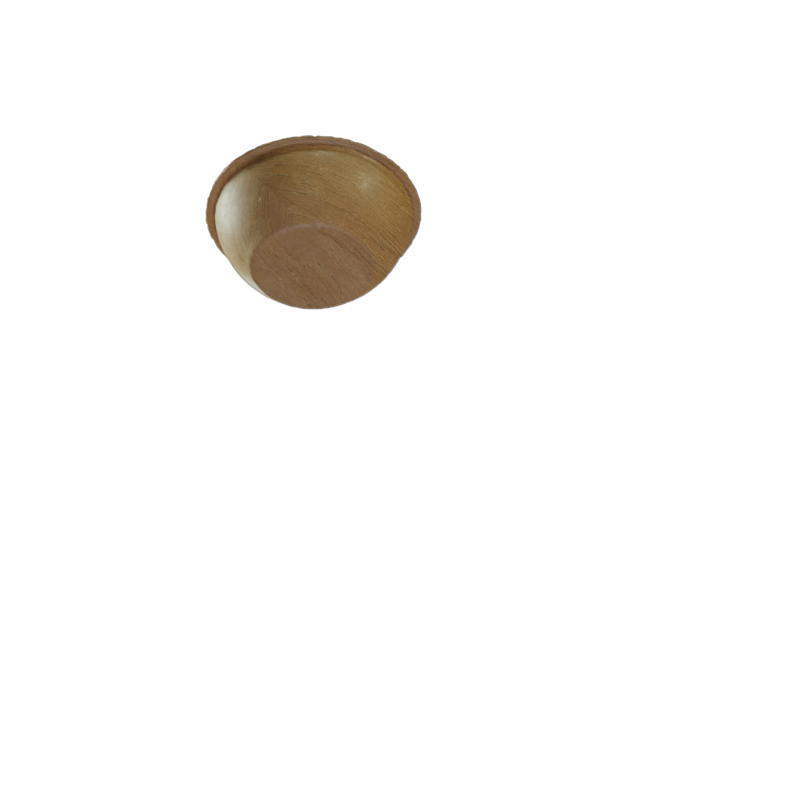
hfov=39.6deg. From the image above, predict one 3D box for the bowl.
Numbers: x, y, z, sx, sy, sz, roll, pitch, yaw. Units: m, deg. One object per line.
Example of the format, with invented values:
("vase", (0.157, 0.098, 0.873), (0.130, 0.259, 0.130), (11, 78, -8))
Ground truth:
("bowl", (-0.064, -0.116, 0.813), (0.162, 0.059, 0.151), (1, -40, -1))
